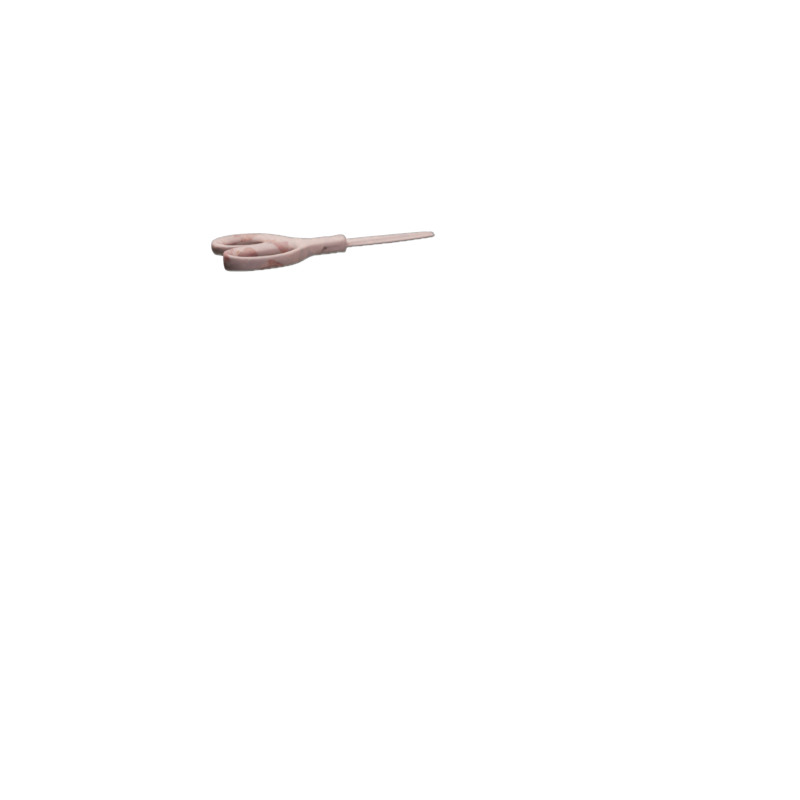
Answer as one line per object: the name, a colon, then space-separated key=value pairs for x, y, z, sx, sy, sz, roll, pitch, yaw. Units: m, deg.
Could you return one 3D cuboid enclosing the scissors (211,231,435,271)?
scissors: x=-0.074 y=-0.136 z=0.951 sx=0.197 sy=0.015 sz=0.102 roll=-17 pitch=26 yaw=-39
